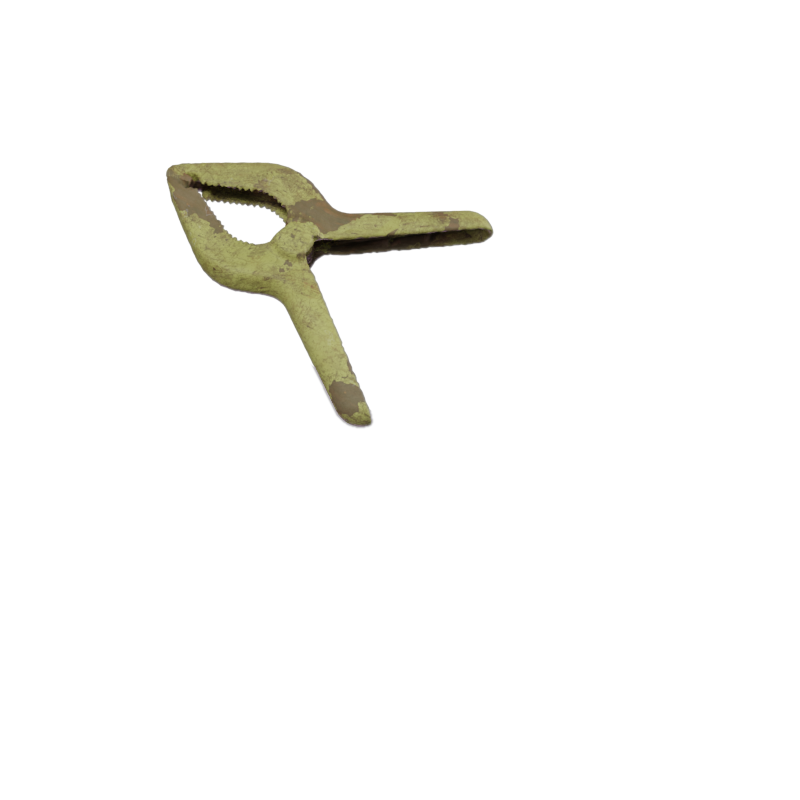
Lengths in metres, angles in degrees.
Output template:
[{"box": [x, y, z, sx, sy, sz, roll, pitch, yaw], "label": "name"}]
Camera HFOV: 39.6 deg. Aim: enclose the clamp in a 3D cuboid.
[{"box": [-0.056, -0.102, 0.716, 0.219, 0.167, 0.034, 35, -23, 17], "label": "clamp"}]
